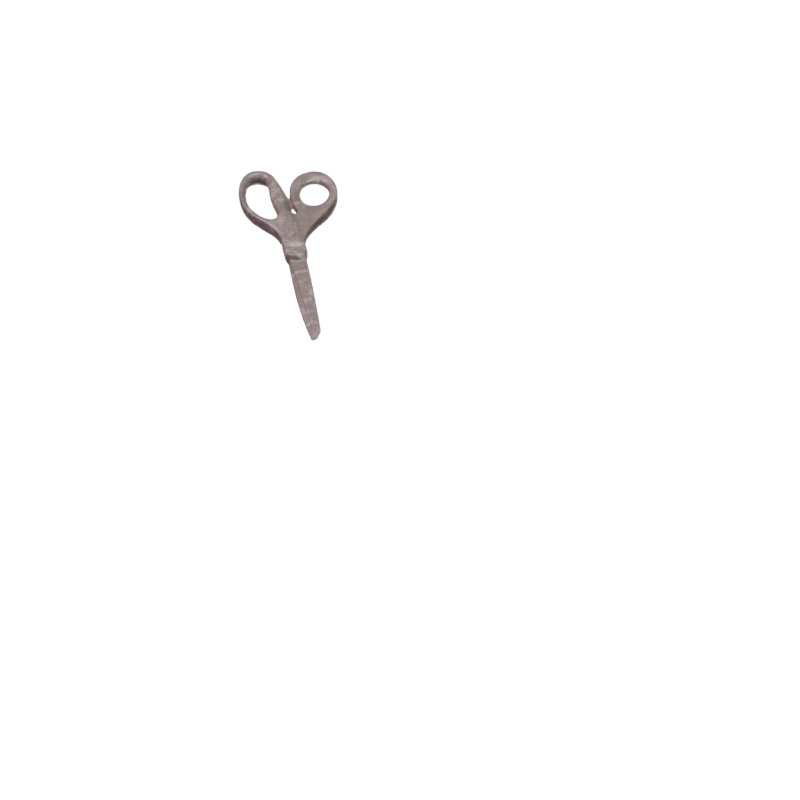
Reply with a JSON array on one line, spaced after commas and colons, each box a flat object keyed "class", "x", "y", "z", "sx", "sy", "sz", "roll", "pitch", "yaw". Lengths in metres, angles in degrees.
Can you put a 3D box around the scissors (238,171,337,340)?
[{"class": "scissors", "x": -0.074, "y": -0.135, "z": 0.945, "sx": 0.095, "sy": 0.015, "sz": 0.218, "roll": -20, "pitch": 51, "yaw": -17}]
